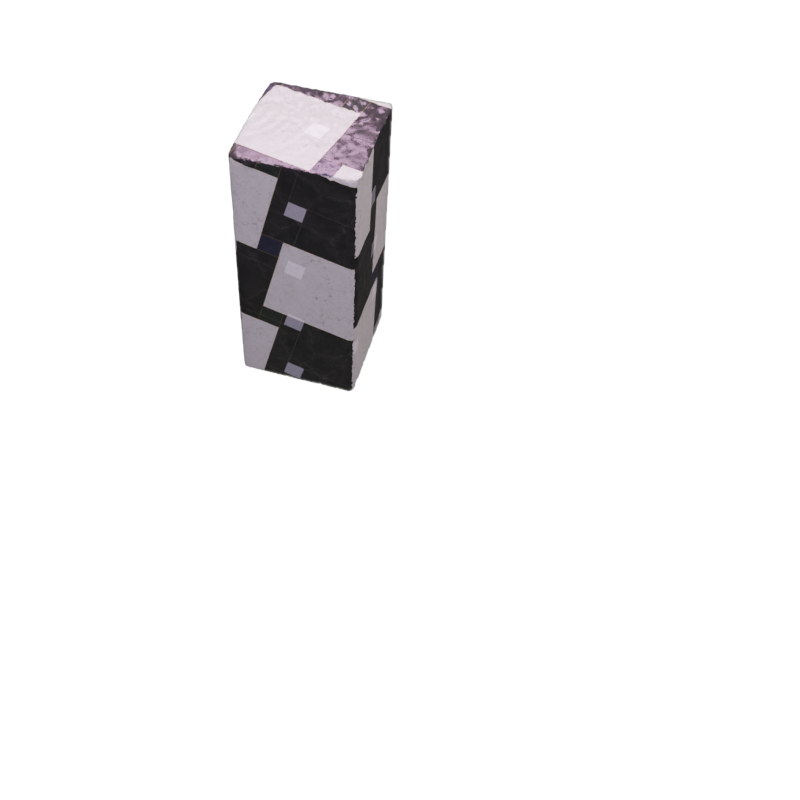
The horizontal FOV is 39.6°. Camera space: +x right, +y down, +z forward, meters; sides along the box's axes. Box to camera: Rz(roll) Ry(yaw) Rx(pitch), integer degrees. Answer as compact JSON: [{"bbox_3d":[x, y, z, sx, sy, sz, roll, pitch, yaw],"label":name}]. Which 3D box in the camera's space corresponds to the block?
[{"bbox_3d":[-0.063,-0.114,0.799,0.092,0.095,0.192,14,-42,9],"label":"block"}]
